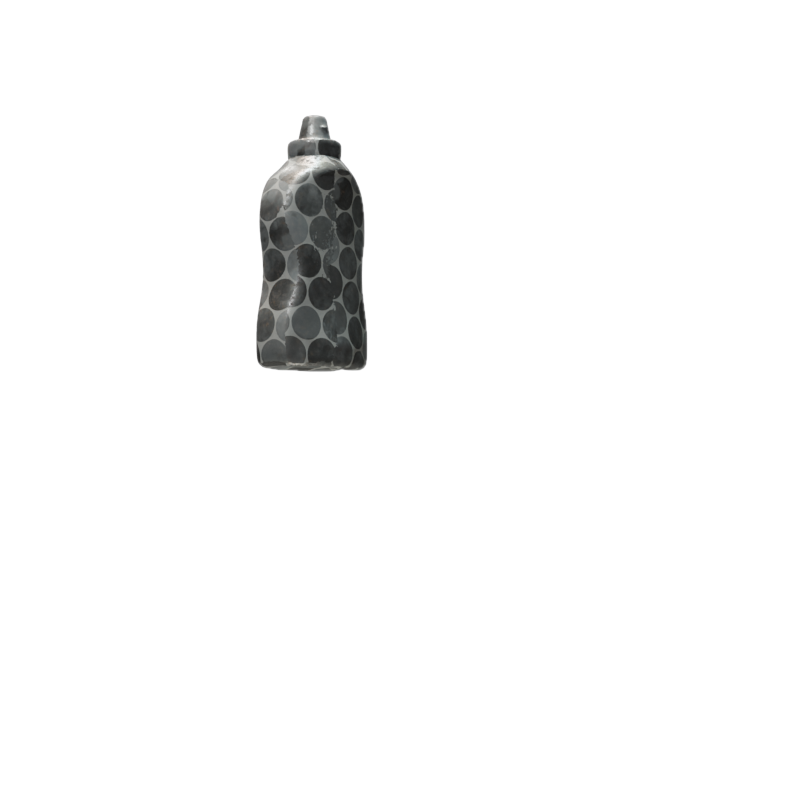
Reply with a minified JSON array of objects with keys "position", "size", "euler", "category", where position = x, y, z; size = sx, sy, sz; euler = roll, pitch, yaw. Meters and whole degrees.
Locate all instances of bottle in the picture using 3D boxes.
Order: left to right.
[{"position":[-0.065,-0.119,0.833],"size":[0.060,0.196,0.091],"euler":[-8,-11,39],"category":"bottle"}]
